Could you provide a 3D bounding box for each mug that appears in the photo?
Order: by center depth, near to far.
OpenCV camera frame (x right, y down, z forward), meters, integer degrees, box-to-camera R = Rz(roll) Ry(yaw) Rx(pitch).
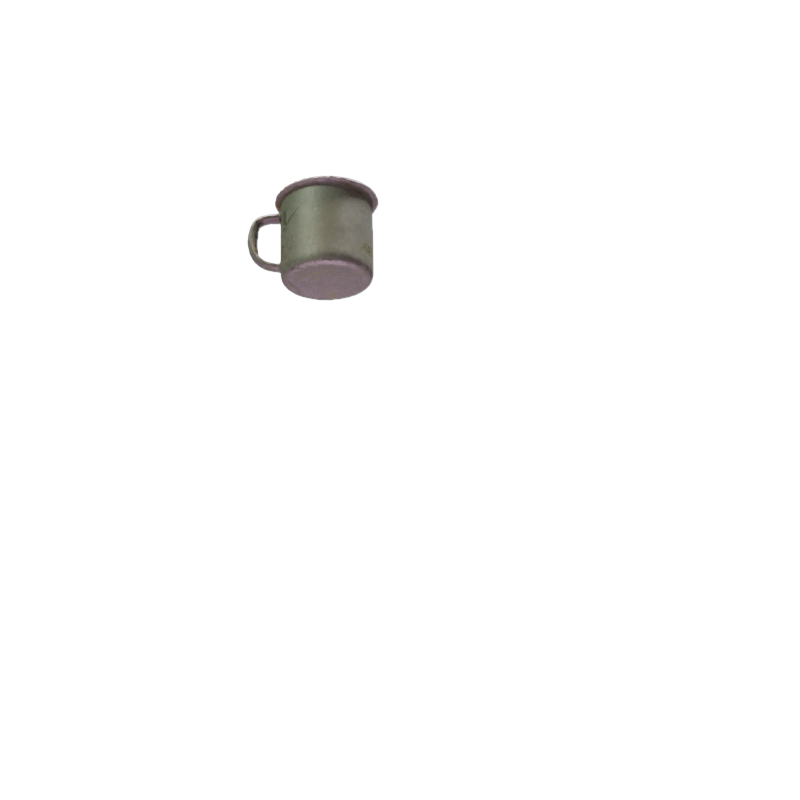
[{"bbox_3d":[-0.077,-0.140,0.984,0.117,0.086,0.088,-1,-24,0],"label":"mug"}]
